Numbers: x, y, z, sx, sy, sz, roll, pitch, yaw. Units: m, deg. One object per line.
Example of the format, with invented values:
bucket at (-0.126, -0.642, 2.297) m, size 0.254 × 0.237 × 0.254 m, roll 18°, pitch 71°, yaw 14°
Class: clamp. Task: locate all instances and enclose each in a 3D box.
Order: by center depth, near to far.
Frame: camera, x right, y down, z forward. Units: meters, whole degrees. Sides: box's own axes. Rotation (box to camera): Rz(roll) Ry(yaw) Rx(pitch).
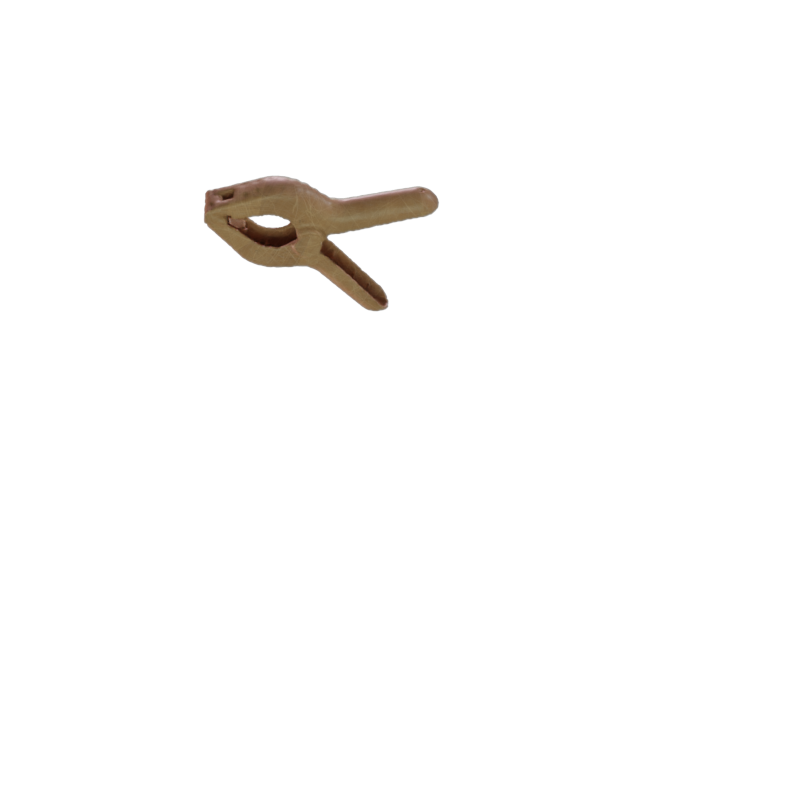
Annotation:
clamp at (-0.066, -0.120, 0.842) m, size 0.170 × 0.113 × 0.042 m, roll 8°, pitch 37°, yaw -6°
